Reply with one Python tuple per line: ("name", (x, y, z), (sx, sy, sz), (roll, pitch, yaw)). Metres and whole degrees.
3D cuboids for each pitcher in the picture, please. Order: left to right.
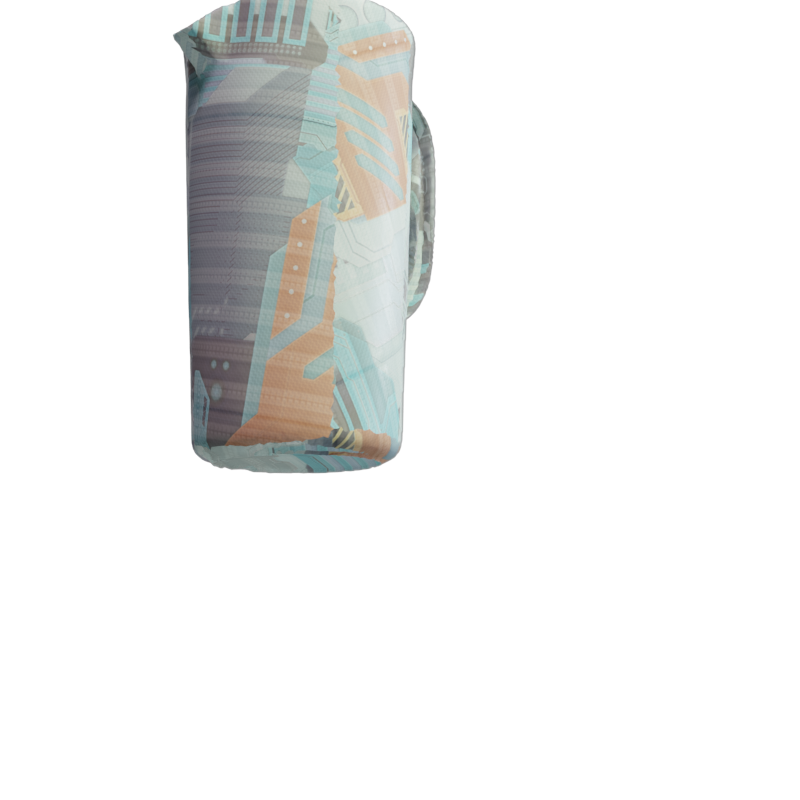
("pitcher", (-0.048, -0.087, 0.608), (0.149, 0.253, 0.140), (-1, -15, -2))
